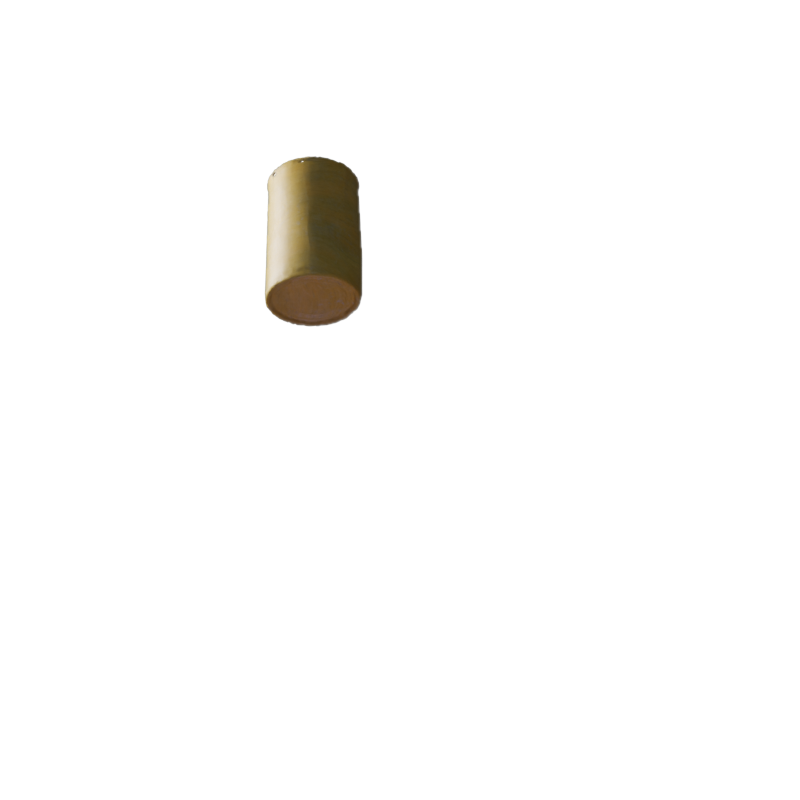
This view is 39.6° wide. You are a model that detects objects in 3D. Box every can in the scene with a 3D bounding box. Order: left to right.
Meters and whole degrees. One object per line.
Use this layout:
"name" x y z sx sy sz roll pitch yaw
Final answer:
"can" -0.062 -0.112 0.787 0.068 0.109 0.064 -1 -32 -2
